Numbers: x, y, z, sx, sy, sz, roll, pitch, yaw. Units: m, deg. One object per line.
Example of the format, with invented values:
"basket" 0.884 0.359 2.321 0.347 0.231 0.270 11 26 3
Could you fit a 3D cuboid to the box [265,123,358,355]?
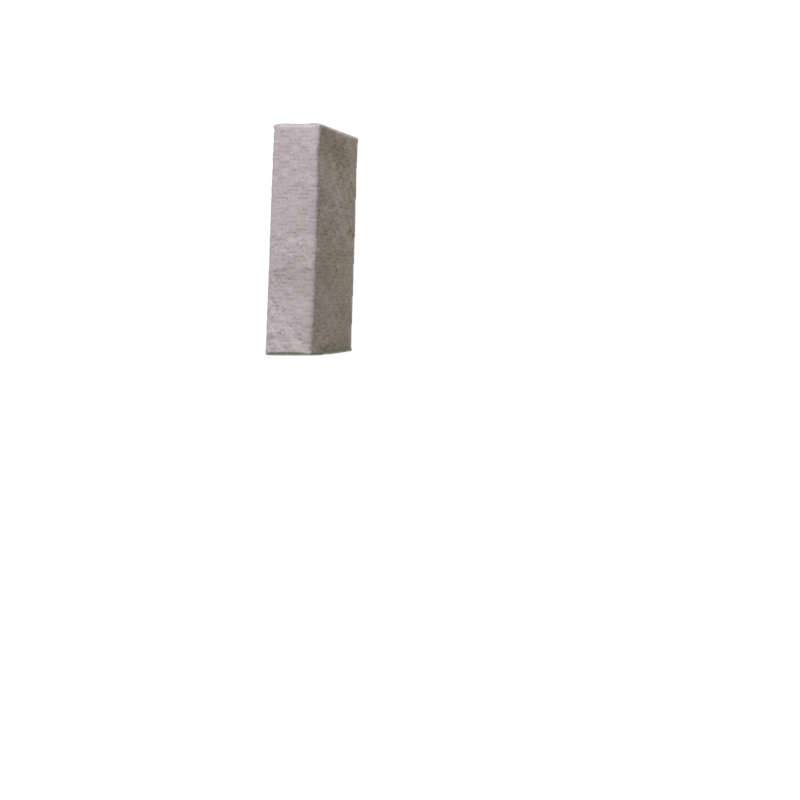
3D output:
"box" -0.068 -0.124 0.872 0.049 0.177 0.091 -1 -1 18
